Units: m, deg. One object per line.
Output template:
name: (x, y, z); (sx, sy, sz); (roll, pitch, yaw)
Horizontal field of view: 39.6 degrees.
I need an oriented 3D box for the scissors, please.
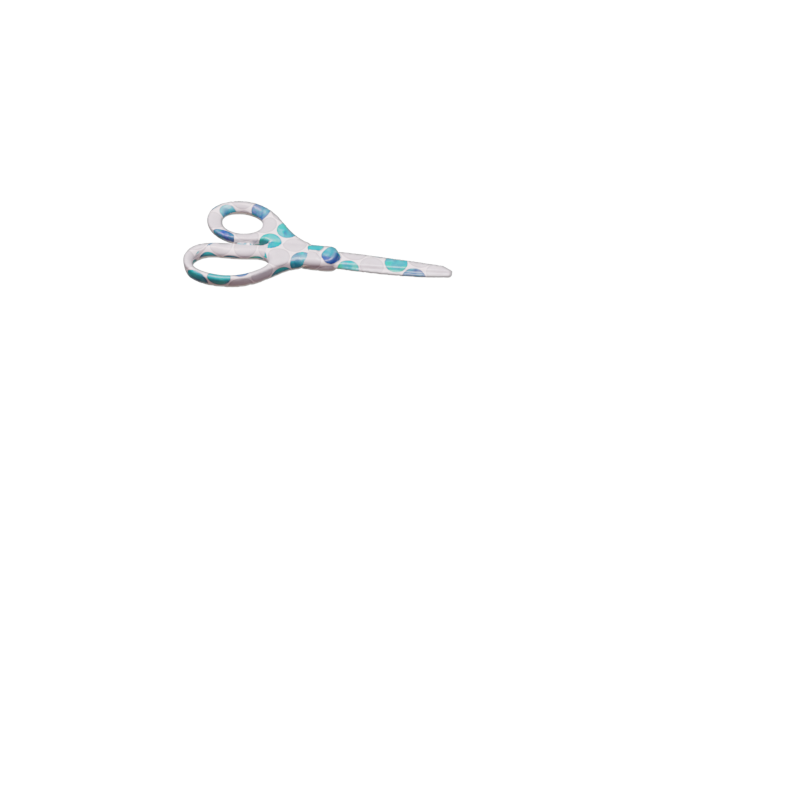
scissors: (-0.068, -0.123, 0.863); (0.200, 0.104, 0.015); (-5, -42, -4)
